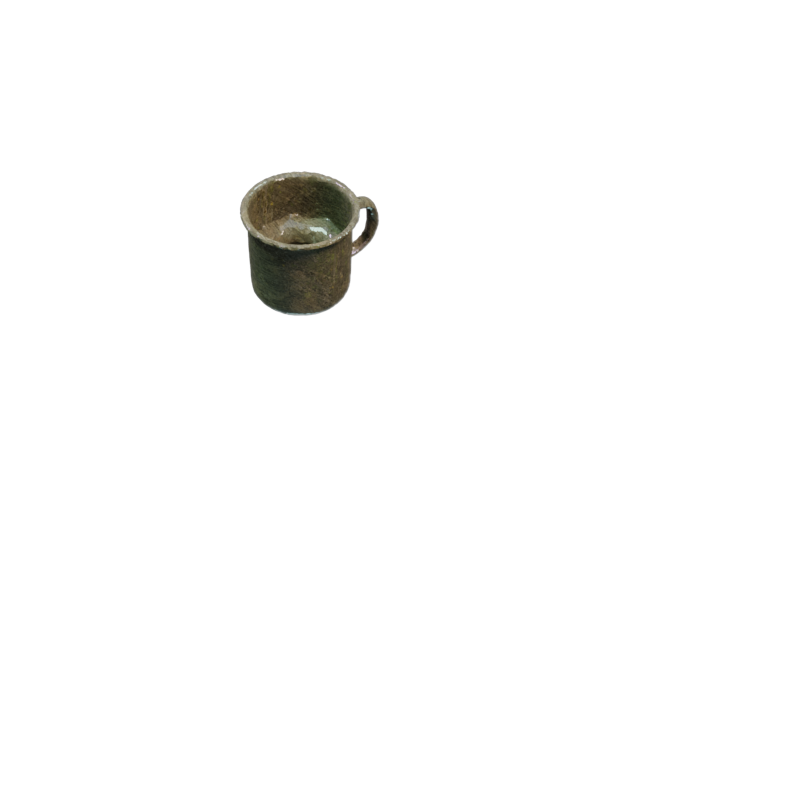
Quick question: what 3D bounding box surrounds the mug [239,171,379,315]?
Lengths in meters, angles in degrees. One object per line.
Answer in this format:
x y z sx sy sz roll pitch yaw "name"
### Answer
-0.069 -0.126 0.886 0.116 0.076 0.100 -25 51 -23 "mug"
